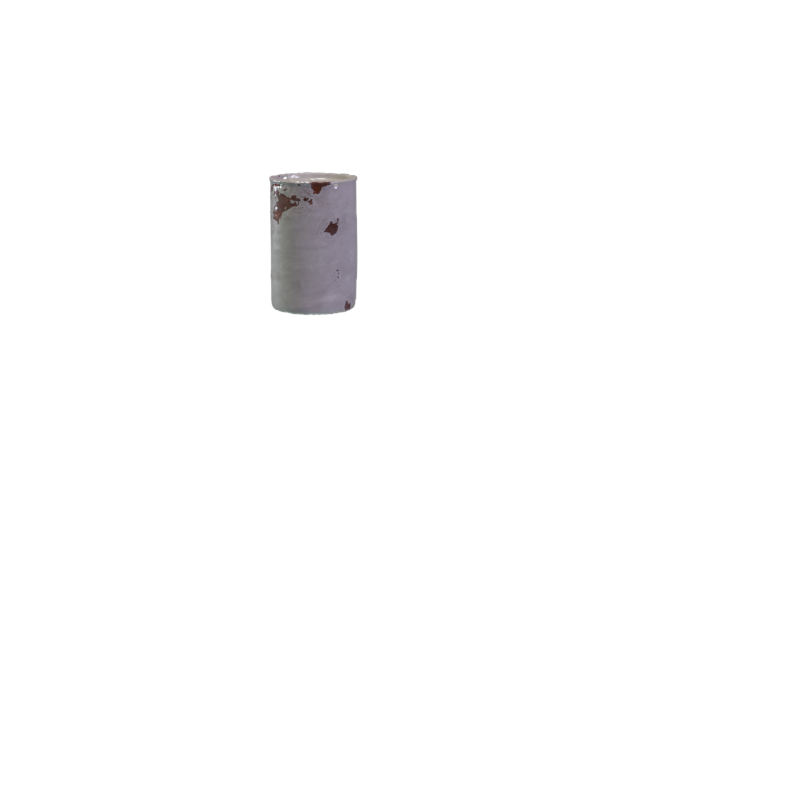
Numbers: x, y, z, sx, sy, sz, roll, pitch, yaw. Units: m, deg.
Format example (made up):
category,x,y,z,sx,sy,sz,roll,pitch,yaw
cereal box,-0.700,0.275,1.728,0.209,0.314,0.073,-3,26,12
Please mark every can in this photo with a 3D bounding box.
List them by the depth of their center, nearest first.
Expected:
category,x,y,z,sx,sy,sz,roll,pitch,yaw
can,-0.067,-0.123,0.859,0.068,0.100,0.071,0,12,-2
